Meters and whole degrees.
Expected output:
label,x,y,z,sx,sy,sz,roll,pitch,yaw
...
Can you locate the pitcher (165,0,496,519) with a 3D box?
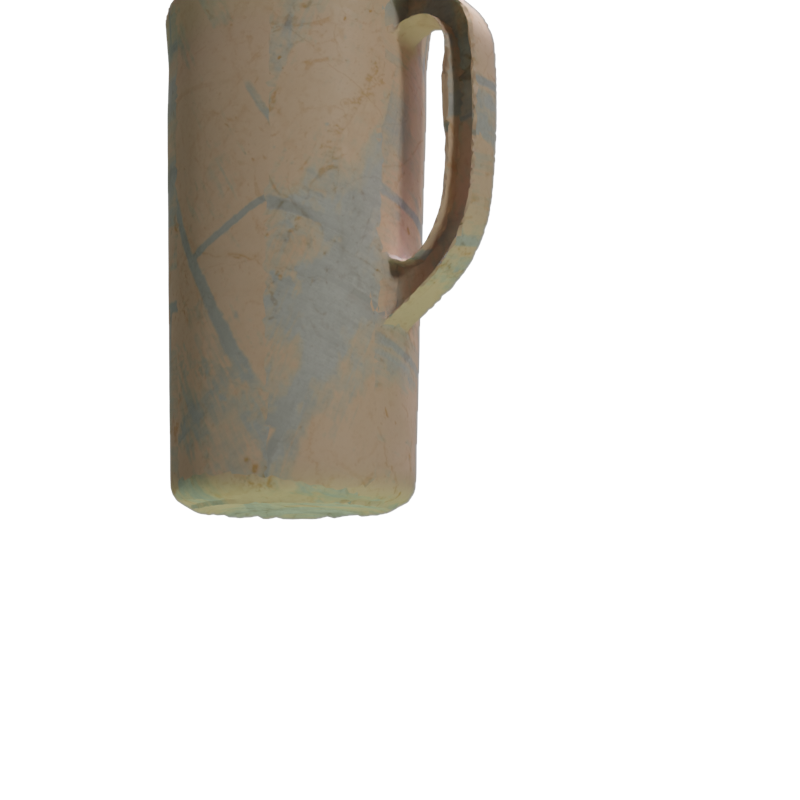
label,x,y,z,sx,sy,sz,roll,pitch,yaw
pitcher,-0.040,-0.073,0.514,0.143,0.253,0.145,2,-16,-10
